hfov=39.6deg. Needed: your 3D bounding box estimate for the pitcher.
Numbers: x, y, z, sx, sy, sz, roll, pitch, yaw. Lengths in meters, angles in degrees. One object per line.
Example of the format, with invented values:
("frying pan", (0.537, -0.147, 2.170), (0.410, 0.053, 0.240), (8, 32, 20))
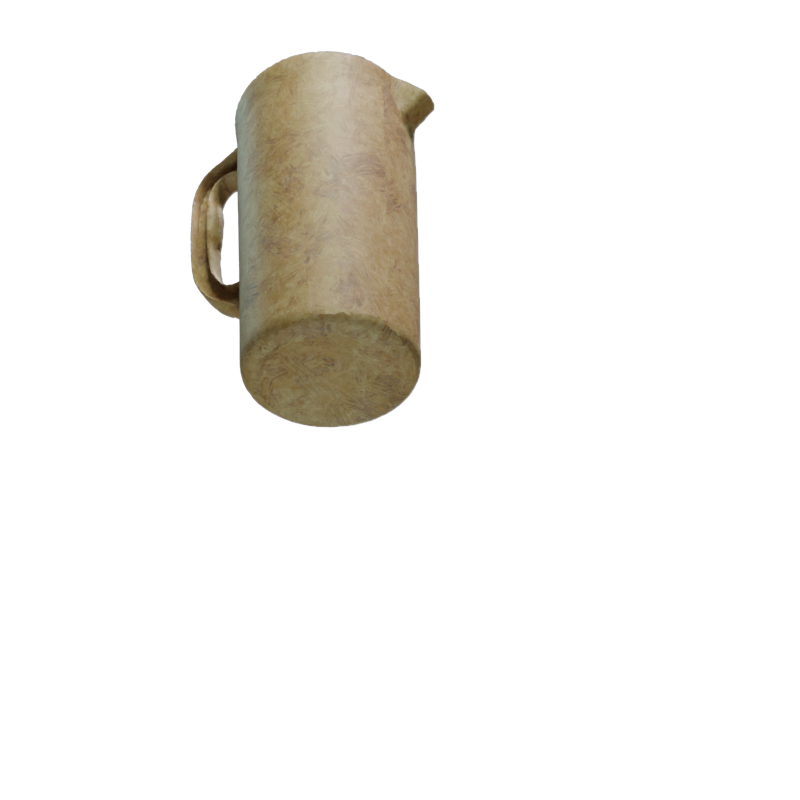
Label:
("pitcher", (-0.058, -0.105, 0.738), (0.141, 0.261, 0.143), (12, -43, -17))
